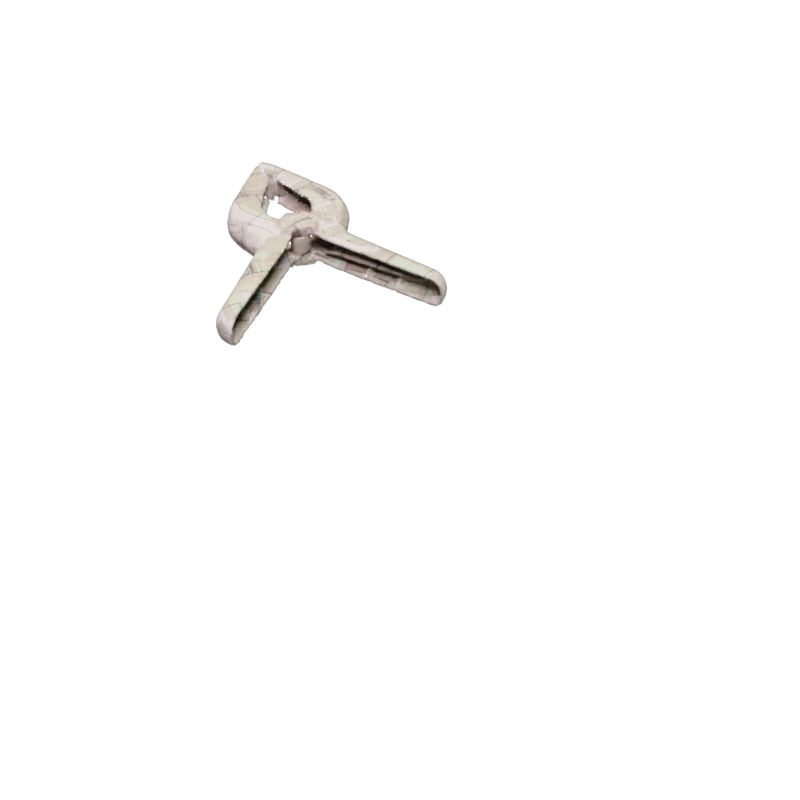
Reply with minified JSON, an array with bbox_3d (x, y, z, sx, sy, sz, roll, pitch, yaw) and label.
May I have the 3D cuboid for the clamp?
[{"bbox_3d":[-0.065,-0.119,0.836,0.163,0.034,0.227,-7,39,-9],"label":"clamp"}]
